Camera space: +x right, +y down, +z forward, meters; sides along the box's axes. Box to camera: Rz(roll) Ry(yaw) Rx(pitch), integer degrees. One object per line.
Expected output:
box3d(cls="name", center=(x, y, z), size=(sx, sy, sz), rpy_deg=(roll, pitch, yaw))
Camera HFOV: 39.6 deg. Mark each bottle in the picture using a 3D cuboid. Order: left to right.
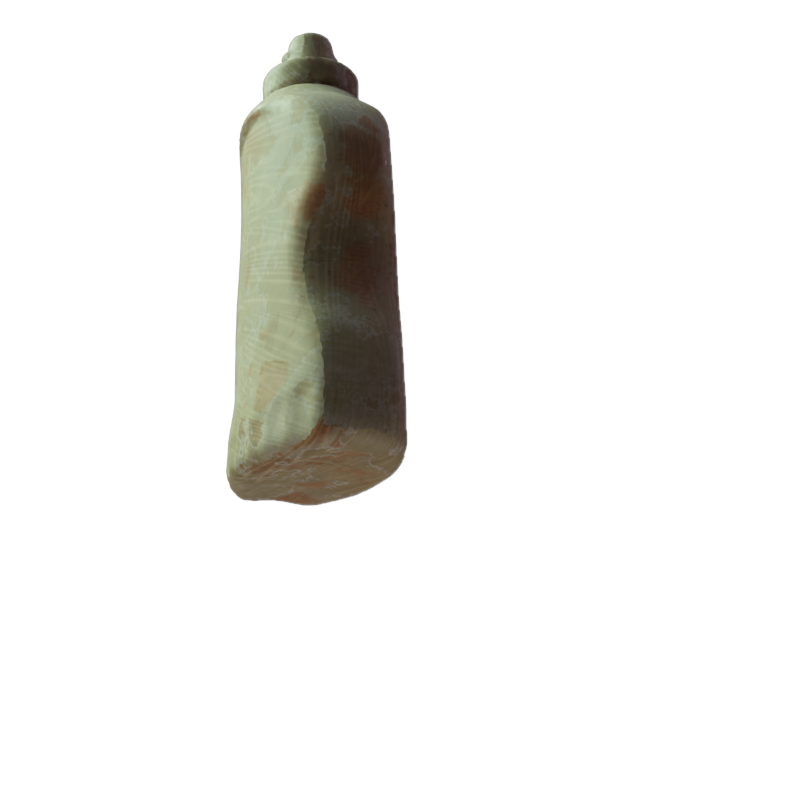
box3d(cls="bottle", center=(-0.035, -0.063, 0.439), size=(0.057, 0.202, 0.094), rpy_deg=(8, -25, -20))
